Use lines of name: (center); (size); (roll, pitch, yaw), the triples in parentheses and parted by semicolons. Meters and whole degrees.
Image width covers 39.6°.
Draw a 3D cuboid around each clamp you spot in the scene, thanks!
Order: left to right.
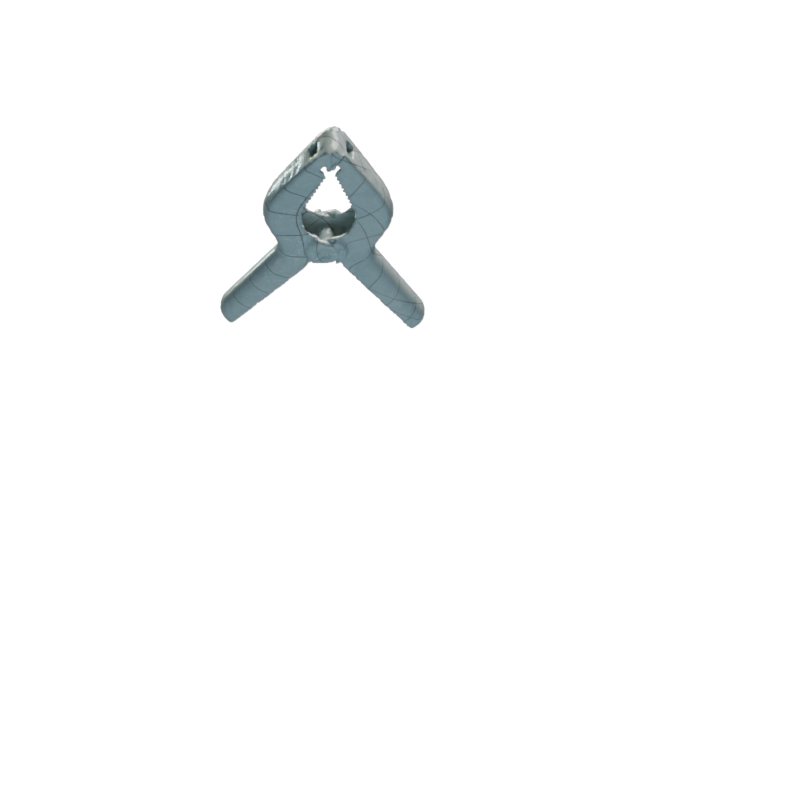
clamp: (-0.066, -0.120, 0.837); (0.165, 0.039, 0.195); (-2, -36, 2)
